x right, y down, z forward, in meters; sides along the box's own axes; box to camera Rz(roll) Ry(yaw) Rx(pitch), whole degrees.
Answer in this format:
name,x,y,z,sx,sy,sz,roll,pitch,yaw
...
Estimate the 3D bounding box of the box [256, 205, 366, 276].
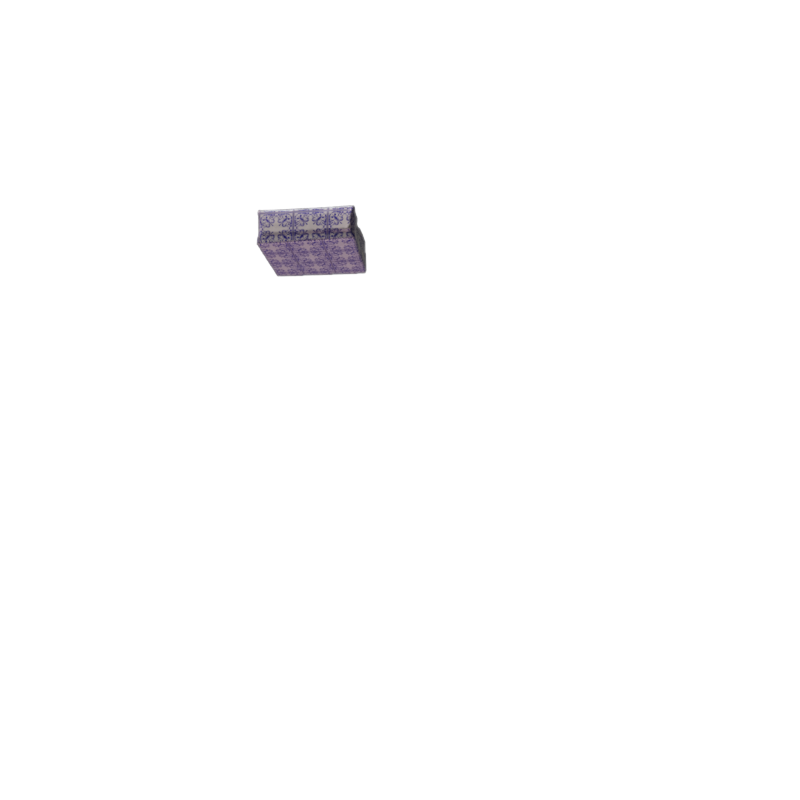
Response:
name,x,y,z,sx,sy,sz,roll,pitch,yaw
box,-0.067,-0.121,0.850,0.074,0.031,0.085,-2,-12,6
